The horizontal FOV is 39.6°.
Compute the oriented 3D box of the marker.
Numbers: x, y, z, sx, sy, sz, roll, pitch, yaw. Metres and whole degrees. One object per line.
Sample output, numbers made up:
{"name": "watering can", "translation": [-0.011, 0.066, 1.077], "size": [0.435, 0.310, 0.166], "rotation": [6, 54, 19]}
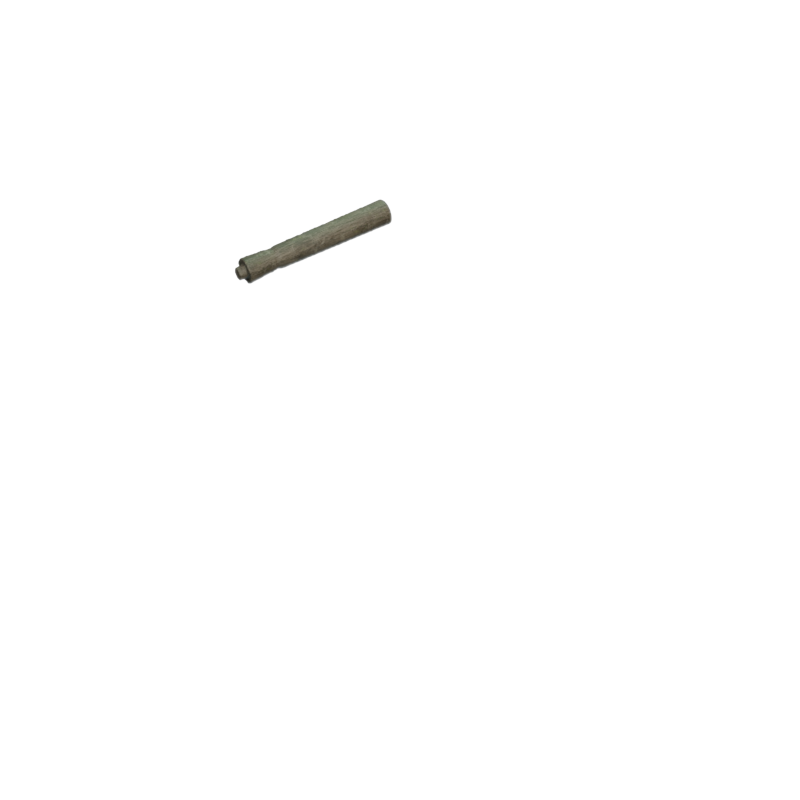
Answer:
{"name": "marker", "translation": [-0.061, -0.111, 0.780], "size": [0.120, 0.019, 0.020], "rotation": [-26, 14, -21]}
